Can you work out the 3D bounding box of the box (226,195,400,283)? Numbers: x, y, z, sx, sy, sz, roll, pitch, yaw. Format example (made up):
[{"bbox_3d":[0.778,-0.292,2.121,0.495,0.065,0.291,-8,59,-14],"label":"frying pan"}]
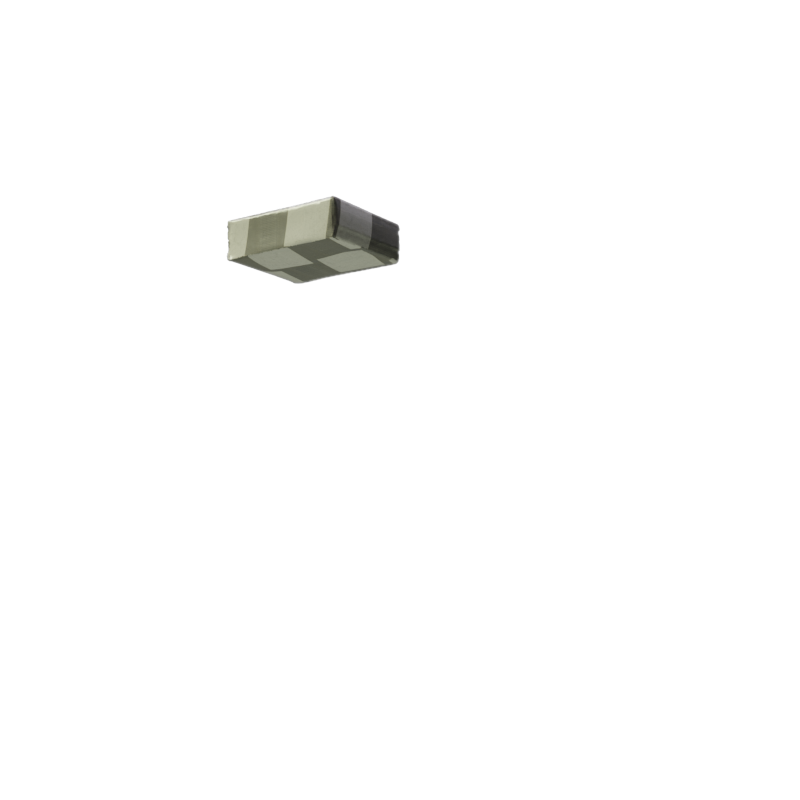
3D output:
[{"bbox_3d":[-0.070,-0.128,0.900,0.116,0.040,0.085,-9,-15,35],"label":"box"}]
